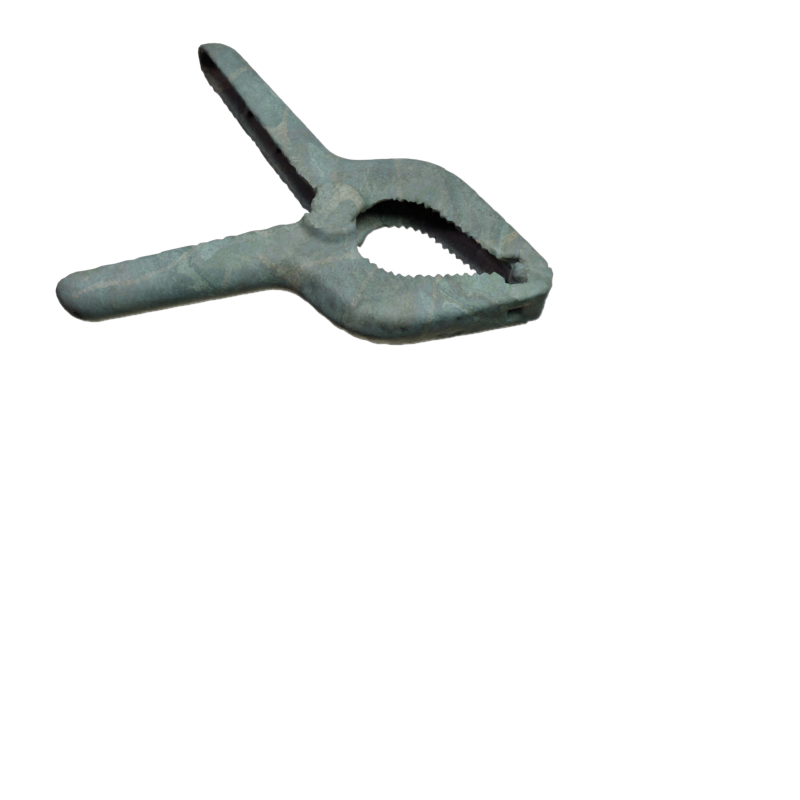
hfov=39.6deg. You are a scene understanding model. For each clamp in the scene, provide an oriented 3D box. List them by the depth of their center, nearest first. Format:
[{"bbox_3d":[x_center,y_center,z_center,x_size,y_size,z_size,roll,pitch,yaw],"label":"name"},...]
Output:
[{"bbox_3d":[-0.039,-0.072,0.503,0.216,0.170,0.034,24,-28,13],"label":"clamp"}]
